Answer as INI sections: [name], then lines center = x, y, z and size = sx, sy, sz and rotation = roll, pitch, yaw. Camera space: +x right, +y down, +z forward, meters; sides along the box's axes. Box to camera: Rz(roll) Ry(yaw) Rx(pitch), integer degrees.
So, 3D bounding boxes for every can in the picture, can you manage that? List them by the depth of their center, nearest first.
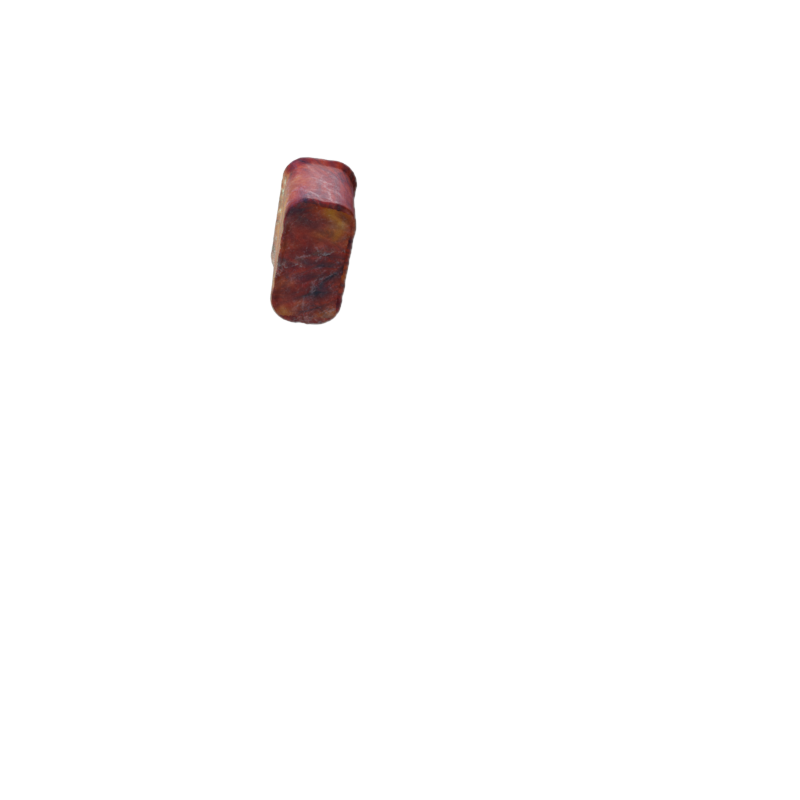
[can]
center = -0.064, -0.117, 0.817
size = 0.057, 0.097, 0.089
rotation = 8, 26, -7
